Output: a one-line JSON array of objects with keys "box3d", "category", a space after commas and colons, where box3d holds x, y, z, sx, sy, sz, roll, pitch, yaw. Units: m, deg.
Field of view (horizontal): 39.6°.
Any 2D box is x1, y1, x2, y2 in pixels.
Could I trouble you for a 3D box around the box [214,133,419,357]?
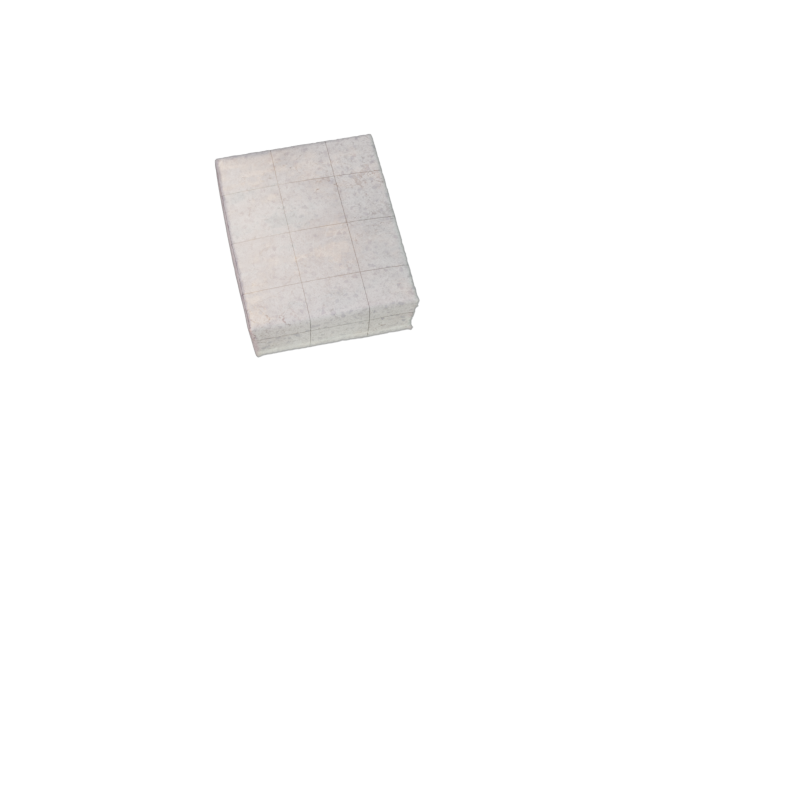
[{"box3d": [-0.047, -0.086, 0.602, 0.089, 0.121, 0.037, -11, -27, -6], "category": "box"}]
